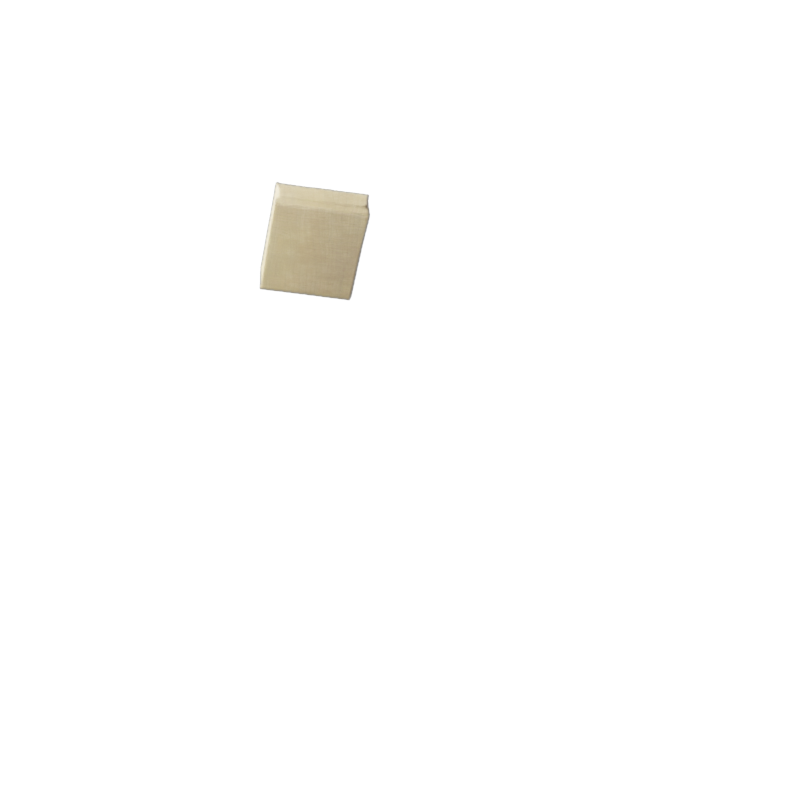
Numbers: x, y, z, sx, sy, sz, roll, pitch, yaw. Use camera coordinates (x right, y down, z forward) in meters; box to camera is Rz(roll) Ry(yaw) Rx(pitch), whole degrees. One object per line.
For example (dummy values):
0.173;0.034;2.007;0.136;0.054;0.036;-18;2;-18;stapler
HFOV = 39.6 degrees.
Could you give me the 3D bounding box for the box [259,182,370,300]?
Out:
-0.067;-0.122;0.855;0.072;0.084;0.032;8;41;-7;box
